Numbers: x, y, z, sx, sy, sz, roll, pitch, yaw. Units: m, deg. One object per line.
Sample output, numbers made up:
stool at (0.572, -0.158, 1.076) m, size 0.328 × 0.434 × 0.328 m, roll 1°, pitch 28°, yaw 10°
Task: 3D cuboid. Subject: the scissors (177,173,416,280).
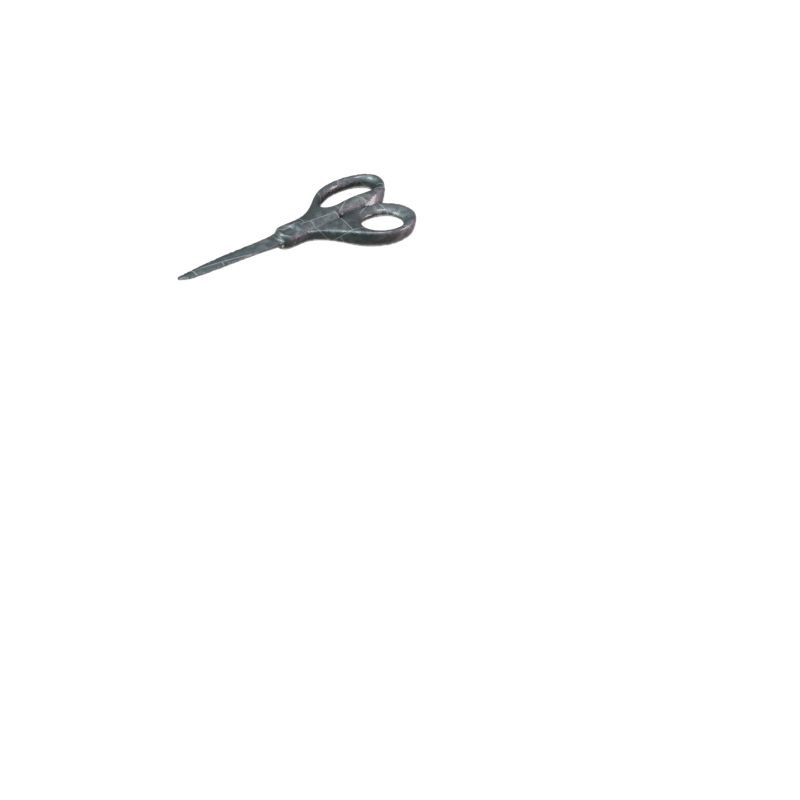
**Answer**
scissors at (-0.067, -0.122, 0.853) m, size 0.102 × 0.015 × 0.204 m, roll 25°, pitch 47°, yaw 27°
